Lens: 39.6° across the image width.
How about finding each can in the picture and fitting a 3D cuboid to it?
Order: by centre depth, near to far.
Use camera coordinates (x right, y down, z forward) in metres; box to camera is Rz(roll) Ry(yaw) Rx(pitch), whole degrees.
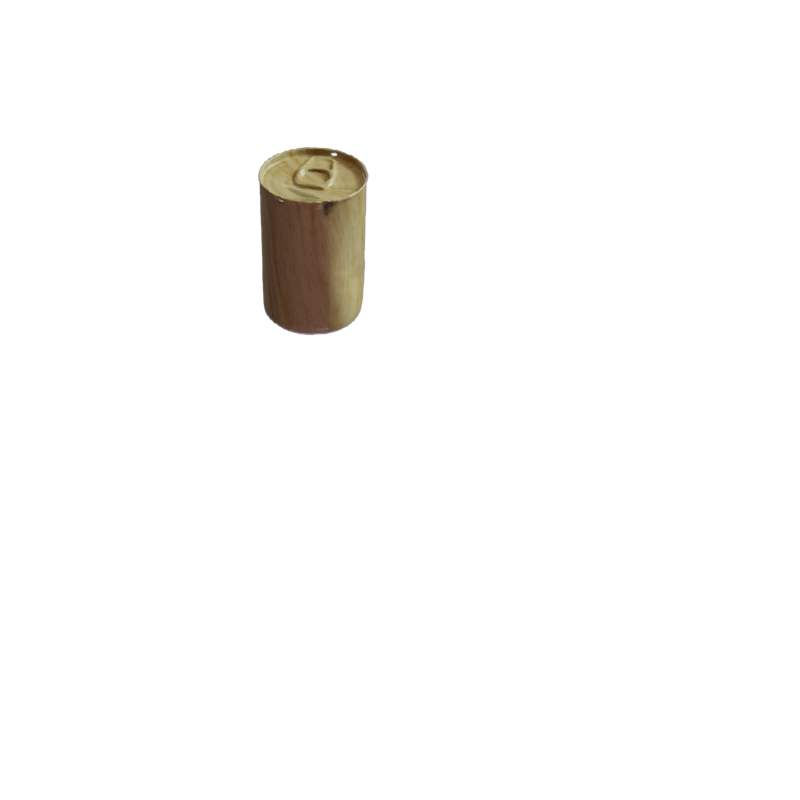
[{"bbox_3d":[-0.056,-0.101,0.709,0.068,0.095,0.073,0,38,-3],"label":"can"}]
